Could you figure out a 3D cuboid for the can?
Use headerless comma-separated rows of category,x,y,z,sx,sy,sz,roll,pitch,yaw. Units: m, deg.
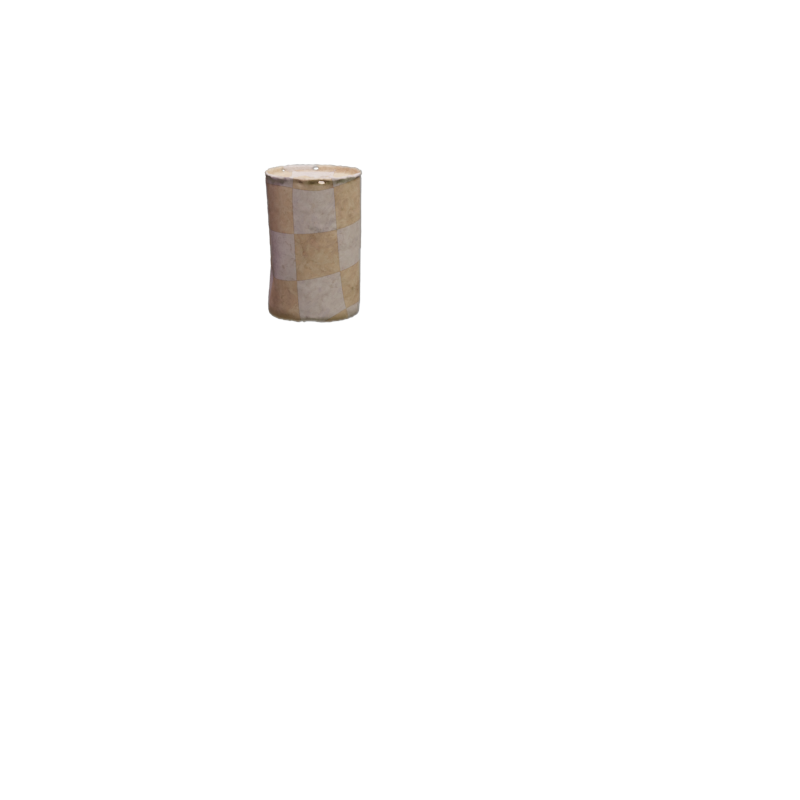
can,-0.061,-0.112,0.784,0.068,0.099,0.071,0,14,-2
